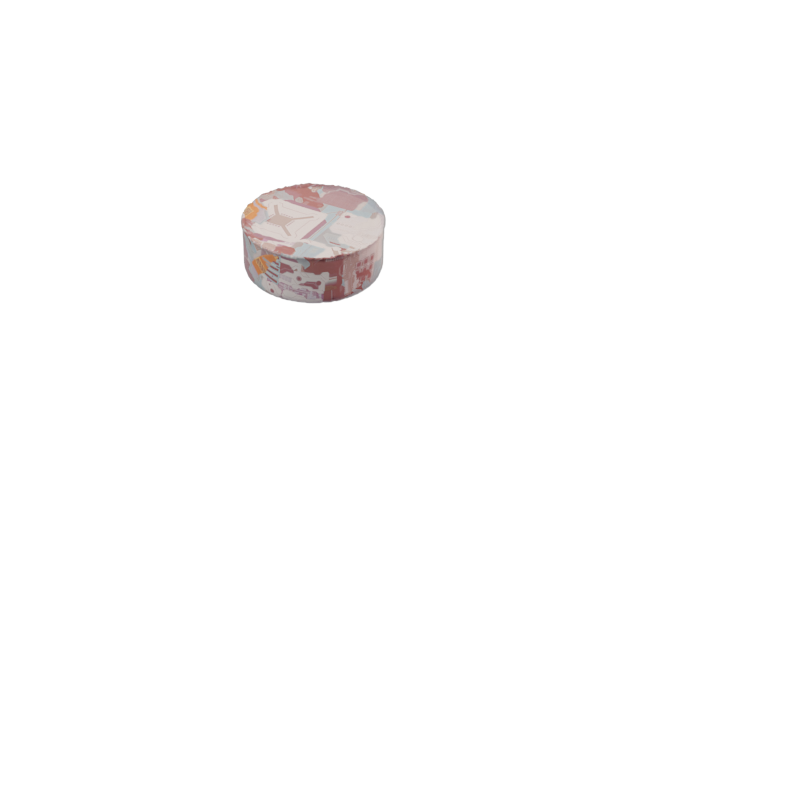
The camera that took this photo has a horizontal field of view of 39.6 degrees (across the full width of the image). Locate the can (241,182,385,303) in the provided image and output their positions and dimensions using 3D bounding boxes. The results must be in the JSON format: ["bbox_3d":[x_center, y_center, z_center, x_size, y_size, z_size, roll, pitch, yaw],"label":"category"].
[{"bbox_3d":[-0.052,-0.095,0.664,0.086,0.031,0.092,-1,37,-2],"label":"can"}]
